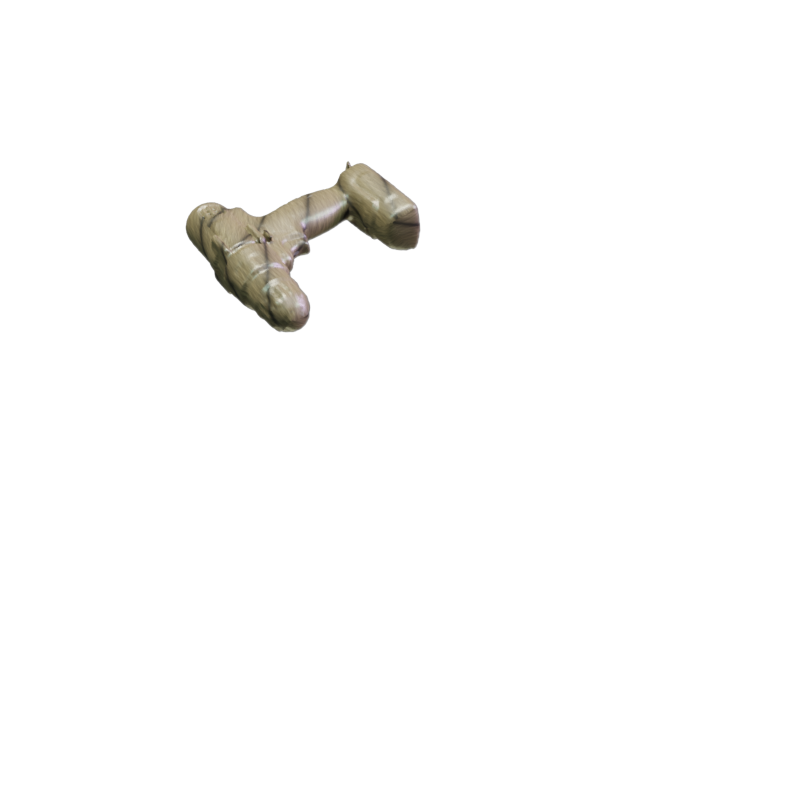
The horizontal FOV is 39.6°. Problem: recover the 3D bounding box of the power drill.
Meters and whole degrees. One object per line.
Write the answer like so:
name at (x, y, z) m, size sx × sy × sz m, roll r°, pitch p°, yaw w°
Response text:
power drill at (-0.078, -0.143, 1.000) m, size 0.186 × 0.054 × 0.199 m, roll -22°, pitch 45°, yaw -24°
